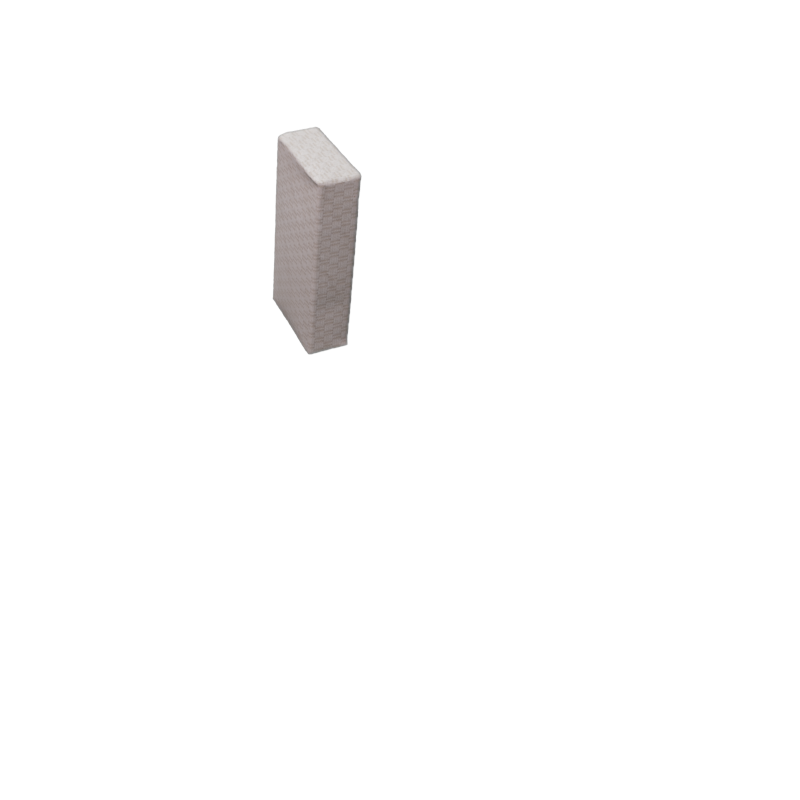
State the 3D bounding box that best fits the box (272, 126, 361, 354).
[{"bbox_3d":[-0.076,-0.137,0.962,0.047,0.165,0.101,-14,40,-21],"label":"box"}]
